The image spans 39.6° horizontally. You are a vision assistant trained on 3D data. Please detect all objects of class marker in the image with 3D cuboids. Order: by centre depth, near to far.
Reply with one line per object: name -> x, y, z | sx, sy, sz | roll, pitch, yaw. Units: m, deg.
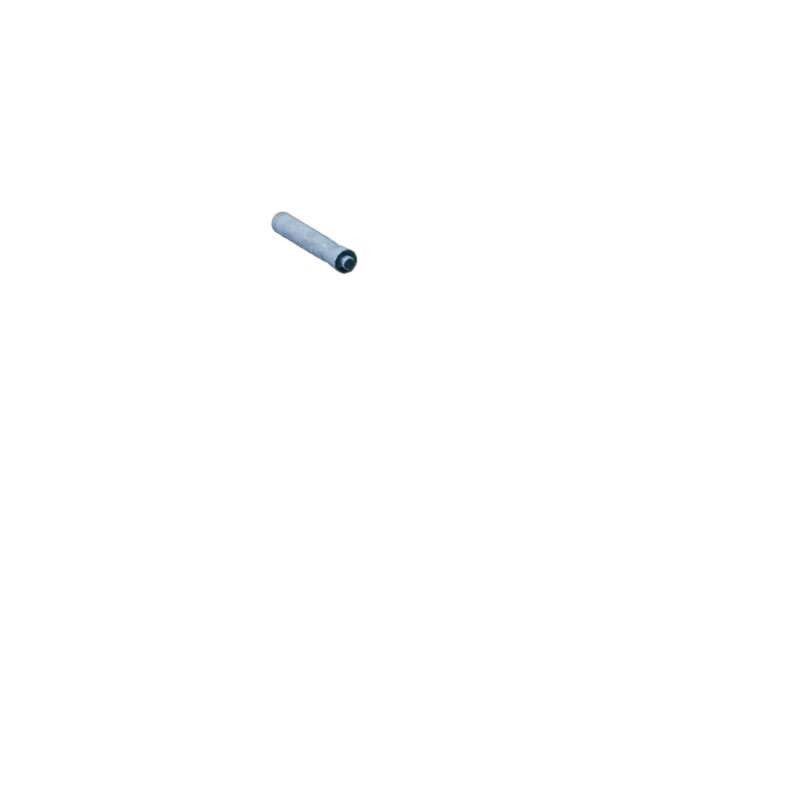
marker -> -0.066, -0.121, 0.845 | 0.019, 0.019, 0.129 | -2, 22, -29
